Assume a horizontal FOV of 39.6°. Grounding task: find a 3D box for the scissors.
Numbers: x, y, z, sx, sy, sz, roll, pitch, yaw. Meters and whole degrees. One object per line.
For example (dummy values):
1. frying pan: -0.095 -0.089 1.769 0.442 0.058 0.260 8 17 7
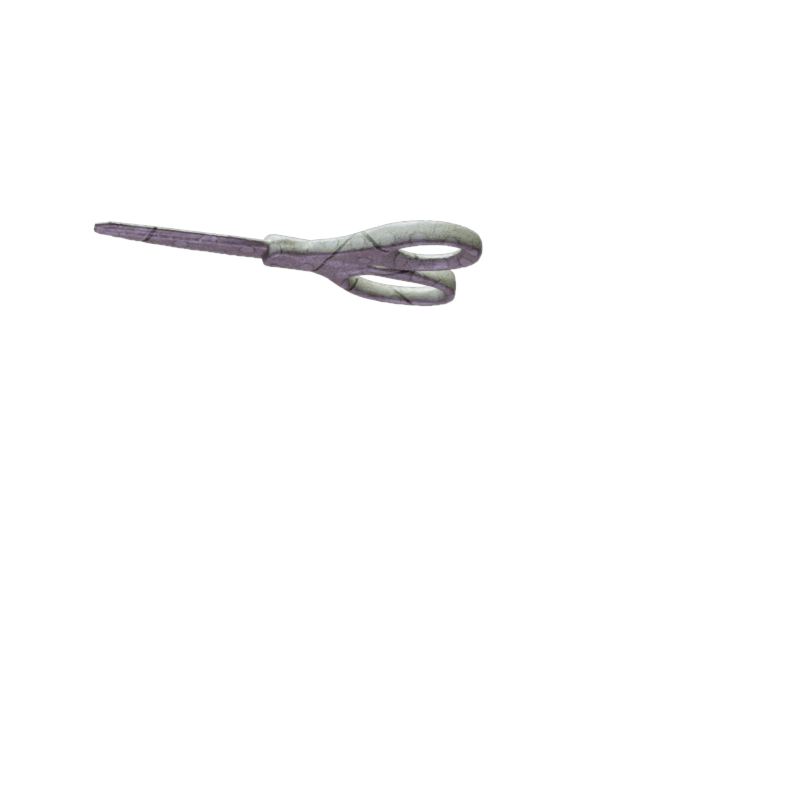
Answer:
1. scissors: -0.044 -0.081 0.567 0.192 0.017 0.096 12 -22 -31
